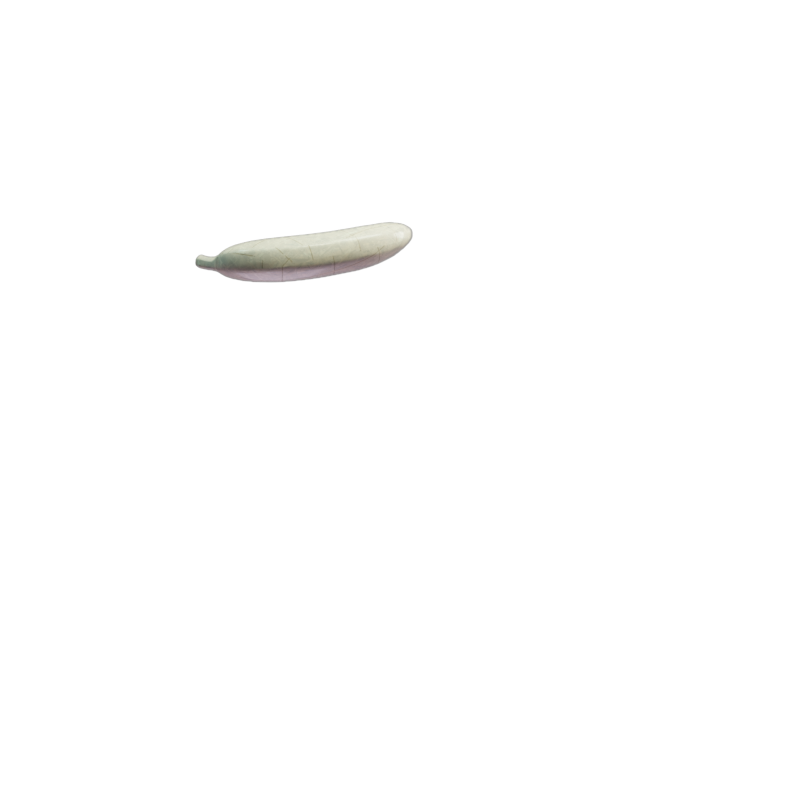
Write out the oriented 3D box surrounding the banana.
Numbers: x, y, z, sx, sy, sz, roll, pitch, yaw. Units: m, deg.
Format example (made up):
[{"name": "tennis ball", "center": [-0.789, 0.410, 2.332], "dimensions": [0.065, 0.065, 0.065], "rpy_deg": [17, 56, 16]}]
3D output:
[{"name": "banana", "center": [-0.073, -0.129, 0.950], "dimensions": [0.195, 0.035, 0.074], "rpy_deg": [-8, 28, -16]}]
